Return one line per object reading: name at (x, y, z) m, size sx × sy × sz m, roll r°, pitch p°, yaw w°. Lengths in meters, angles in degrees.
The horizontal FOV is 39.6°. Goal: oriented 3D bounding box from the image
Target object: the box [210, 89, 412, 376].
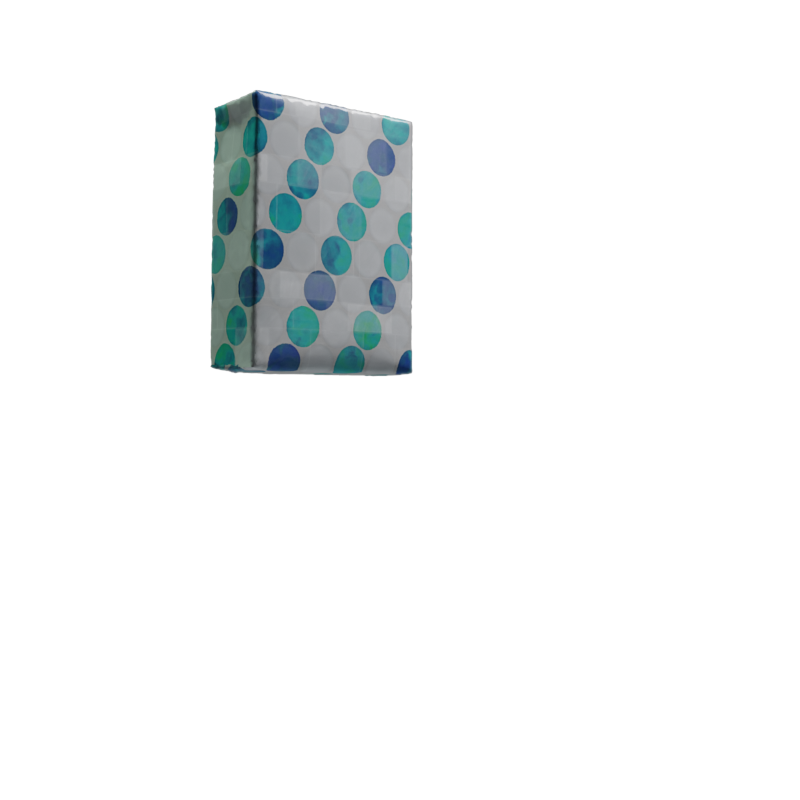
box at (-0.070, -0.128, 0.898) m, size 0.157 × 0.218 × 0.074 m, roll 4°, pitch -8°, yaw -39°
